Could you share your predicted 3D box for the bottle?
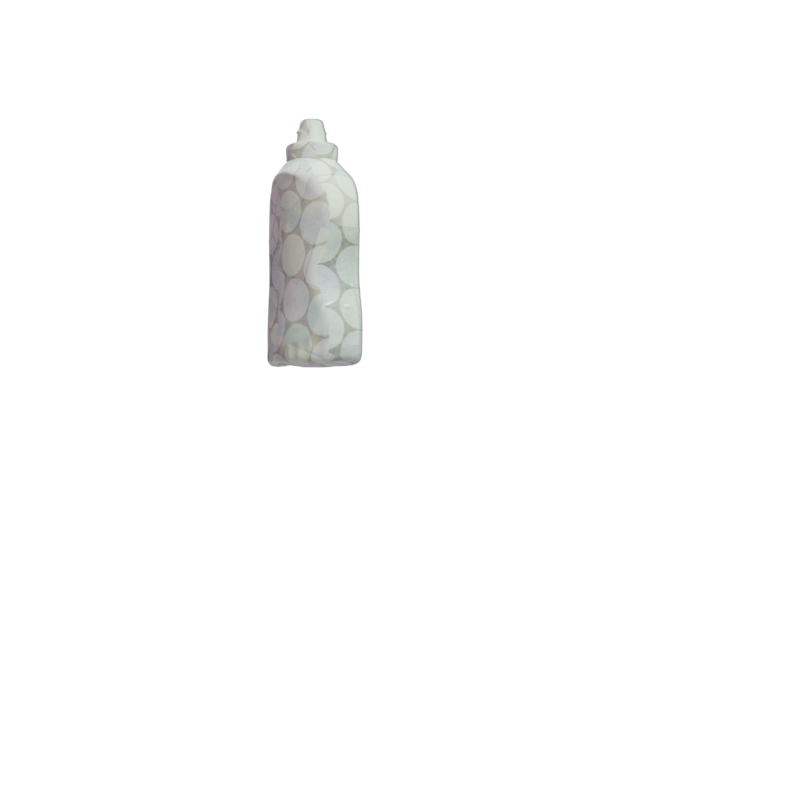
[{"bbox_3d":[-0.068,-0.122,0.858,0.056,0.195,0.098,4,-8,-31],"label":"bottle"}]
